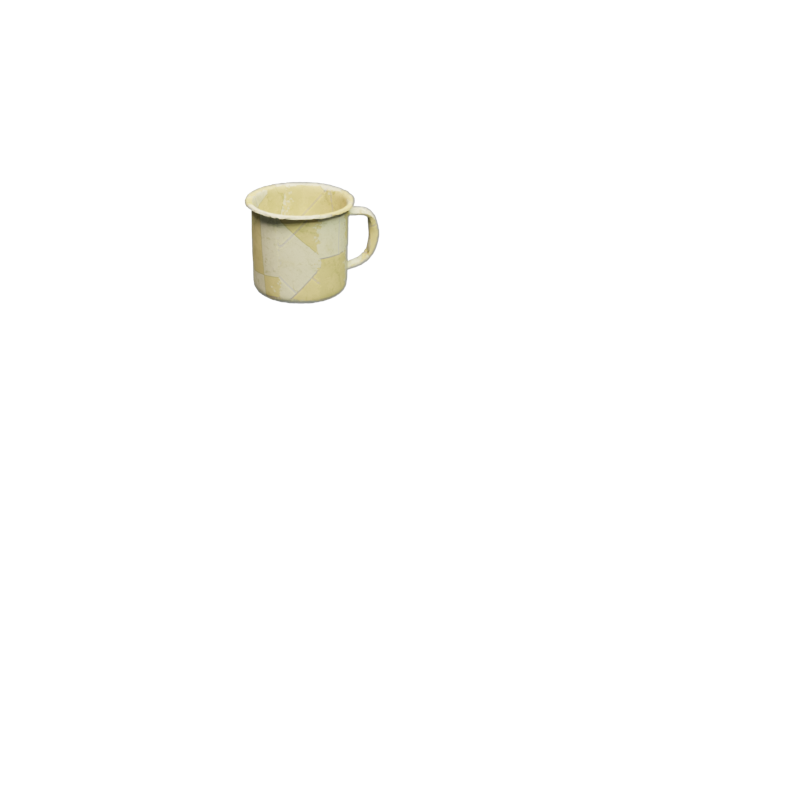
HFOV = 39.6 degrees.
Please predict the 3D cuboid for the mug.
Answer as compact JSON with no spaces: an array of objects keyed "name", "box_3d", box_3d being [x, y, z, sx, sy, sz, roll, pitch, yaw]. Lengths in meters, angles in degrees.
[{"name":"mug","box_3d":[-0.075,-0.136,0.953,0.115,0.077,0.100,-9,27,-19]}]
